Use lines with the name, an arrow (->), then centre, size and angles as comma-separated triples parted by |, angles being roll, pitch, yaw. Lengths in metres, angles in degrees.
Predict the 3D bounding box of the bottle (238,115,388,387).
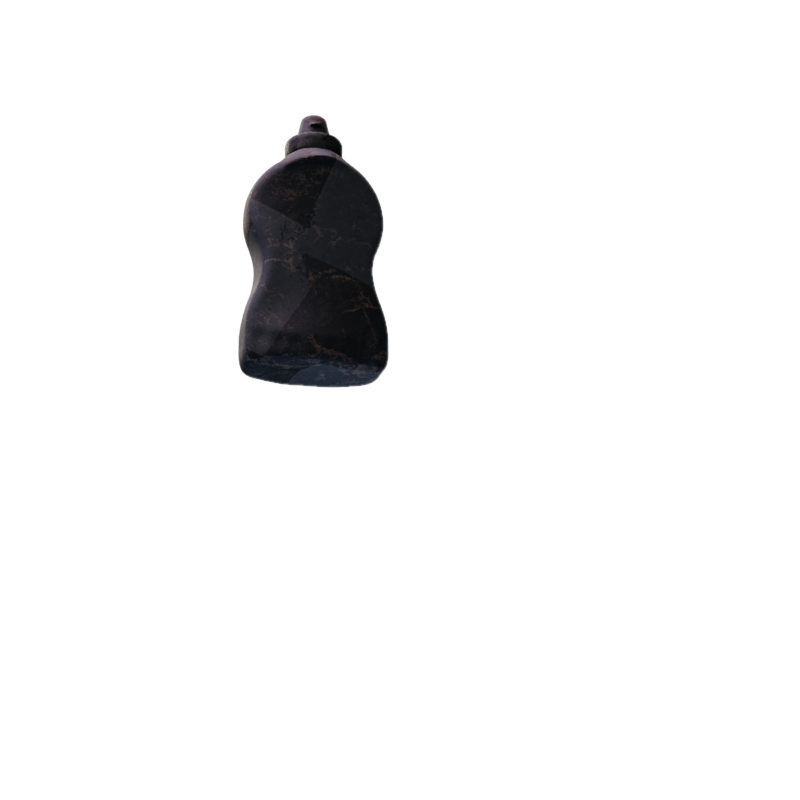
bottle -> -0.059, -0.108, 0.755 | 0.095, 0.202, 0.056 | 3, -24, -11
